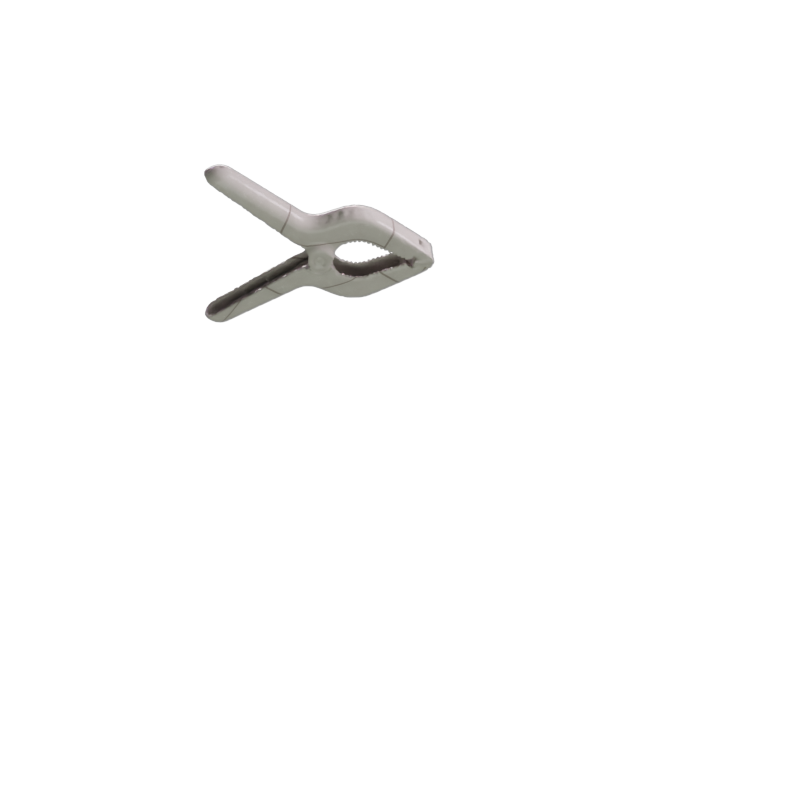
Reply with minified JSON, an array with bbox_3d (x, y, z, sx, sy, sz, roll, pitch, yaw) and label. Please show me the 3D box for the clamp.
[{"bbox_3d":[-0.076,-0.139,0.974,0.210,0.153,0.039,-2,40,2],"label":"clamp"}]
